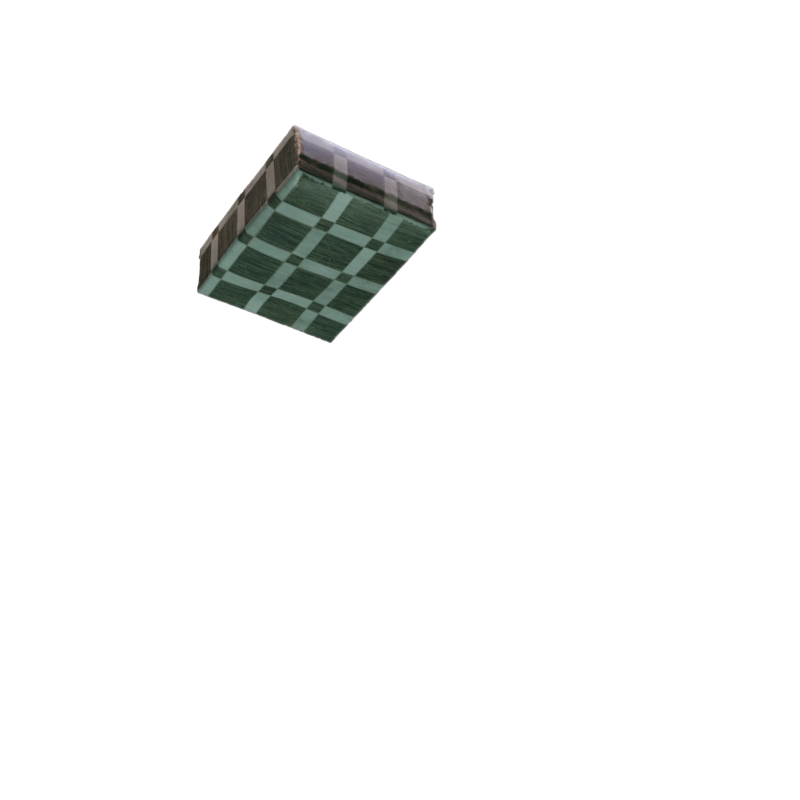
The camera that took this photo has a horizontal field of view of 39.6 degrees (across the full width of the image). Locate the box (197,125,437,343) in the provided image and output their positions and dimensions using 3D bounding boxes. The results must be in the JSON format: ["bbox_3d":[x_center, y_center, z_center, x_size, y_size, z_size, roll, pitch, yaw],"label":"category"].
[{"bbox_3d":[-0.048,-0.087,0.611,0.086,0.042,0.111,22,-43,-26],"label":"box"}]
